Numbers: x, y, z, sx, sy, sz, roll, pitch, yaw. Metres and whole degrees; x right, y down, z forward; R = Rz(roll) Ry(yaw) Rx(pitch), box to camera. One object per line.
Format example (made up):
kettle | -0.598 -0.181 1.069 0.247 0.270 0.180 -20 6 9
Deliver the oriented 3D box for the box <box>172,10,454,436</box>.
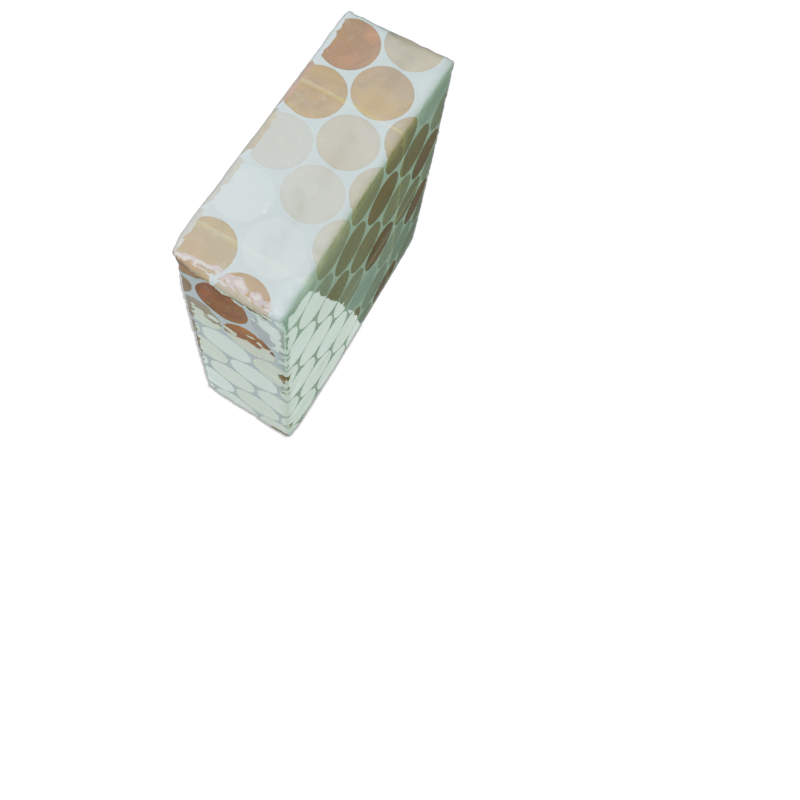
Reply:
box | -0.049 -0.089 0.624 0.073 0.168 0.204 29 -18 5
